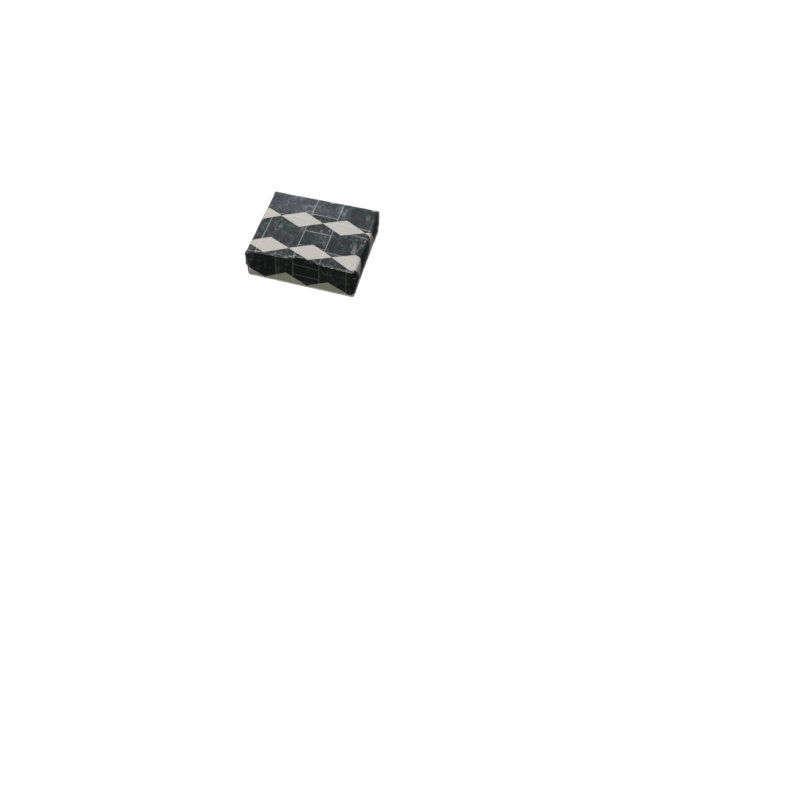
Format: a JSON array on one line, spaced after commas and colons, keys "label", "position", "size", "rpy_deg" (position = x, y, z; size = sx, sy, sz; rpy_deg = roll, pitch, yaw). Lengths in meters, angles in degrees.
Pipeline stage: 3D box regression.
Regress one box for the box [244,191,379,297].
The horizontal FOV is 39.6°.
[{"label": "box", "position": [-0.068, -0.124, 0.868], "size": [0.091, 0.077, 0.028], "rpy_deg": [12, -41, 10]}]
